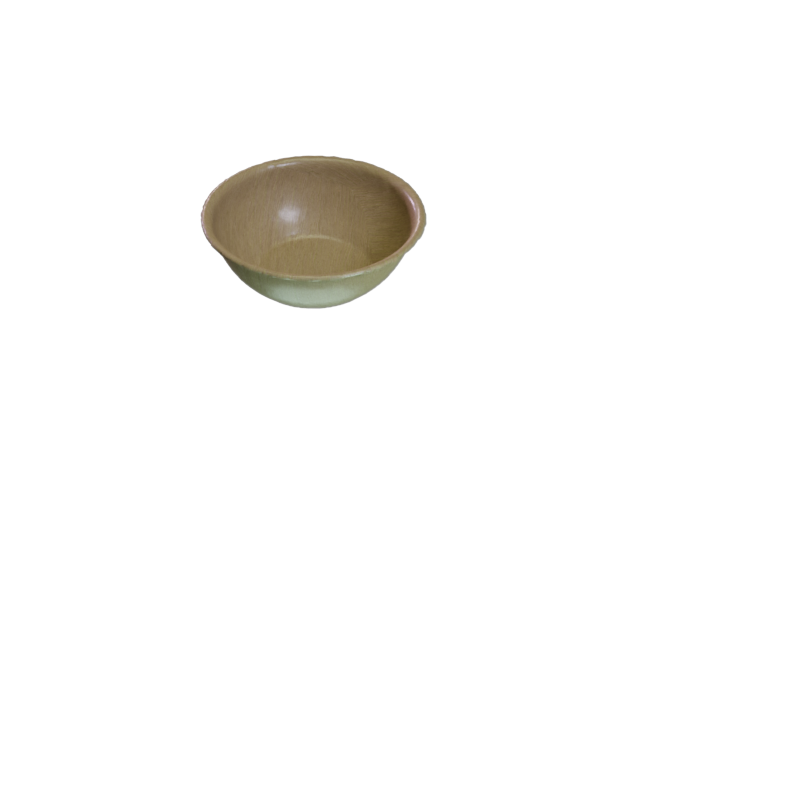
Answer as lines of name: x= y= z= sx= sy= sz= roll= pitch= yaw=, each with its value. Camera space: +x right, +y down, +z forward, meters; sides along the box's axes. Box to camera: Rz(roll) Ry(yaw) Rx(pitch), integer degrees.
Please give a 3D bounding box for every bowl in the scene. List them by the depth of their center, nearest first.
bowl: x=-0.063 y=-0.115 z=0.808 sx=0.162 sy=0.051 sz=0.174 roll=-1 pitch=40 yaw=-2
